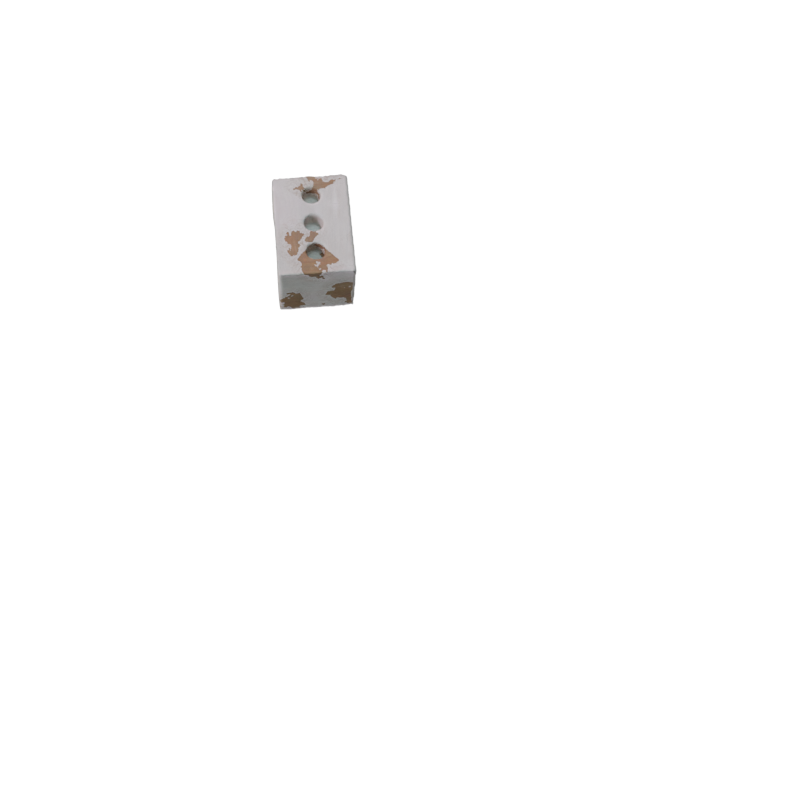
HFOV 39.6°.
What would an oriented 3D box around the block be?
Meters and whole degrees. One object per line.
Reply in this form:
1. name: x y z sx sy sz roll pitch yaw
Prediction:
1. block: -0.059 -0.108 0.756 0.052 0.083 0.048 -5 -28 -4
